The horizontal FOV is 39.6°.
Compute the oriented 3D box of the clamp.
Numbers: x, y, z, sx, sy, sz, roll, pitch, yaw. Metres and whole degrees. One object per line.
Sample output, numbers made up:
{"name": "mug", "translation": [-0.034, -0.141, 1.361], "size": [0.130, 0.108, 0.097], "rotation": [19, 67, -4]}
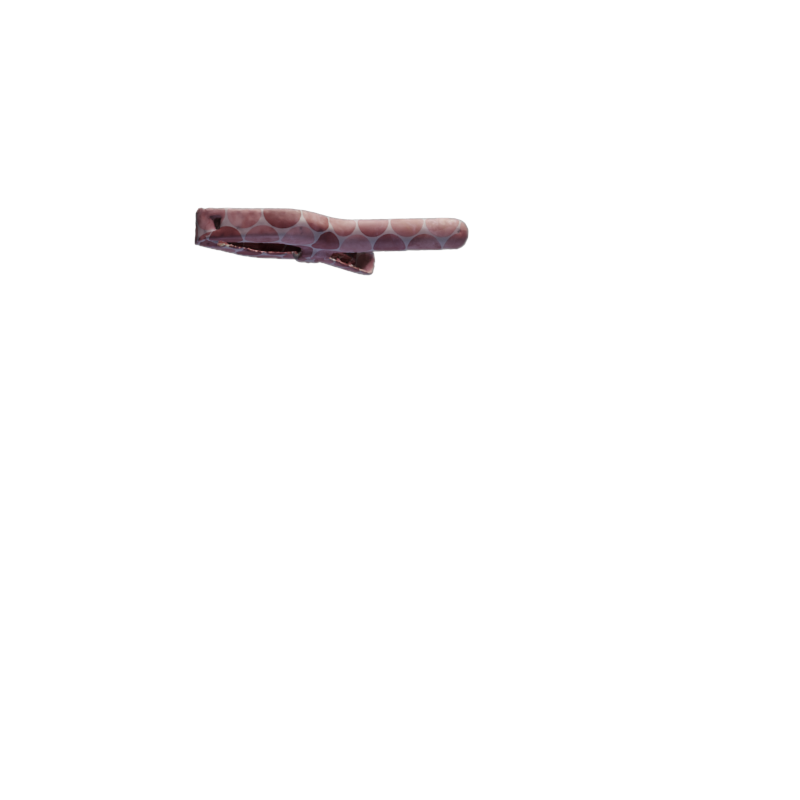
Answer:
{"name": "clamp", "translation": [-0.072, -0.131, 0.919], "size": [0.204, 0.037, 0.166], "rotation": [2, -5, -21]}
